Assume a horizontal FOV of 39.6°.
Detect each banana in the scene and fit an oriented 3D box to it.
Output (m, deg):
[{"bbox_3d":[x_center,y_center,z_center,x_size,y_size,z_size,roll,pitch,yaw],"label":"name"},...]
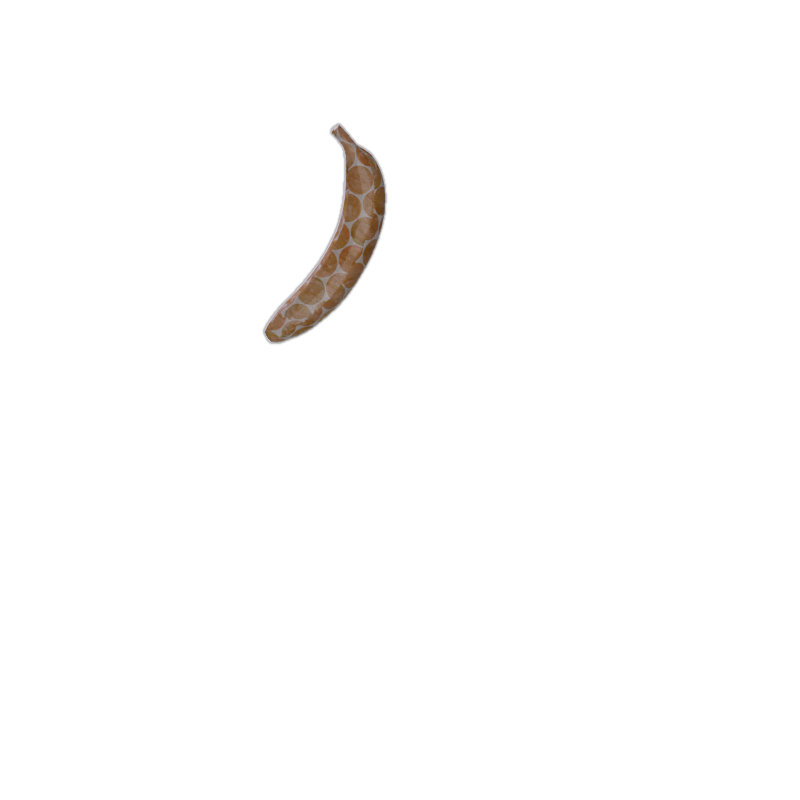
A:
[{"bbox_3d":[-0.057,-0.135,0.963,0.069,0.197,0.037,18,3,-3],"label":"banana"}]
